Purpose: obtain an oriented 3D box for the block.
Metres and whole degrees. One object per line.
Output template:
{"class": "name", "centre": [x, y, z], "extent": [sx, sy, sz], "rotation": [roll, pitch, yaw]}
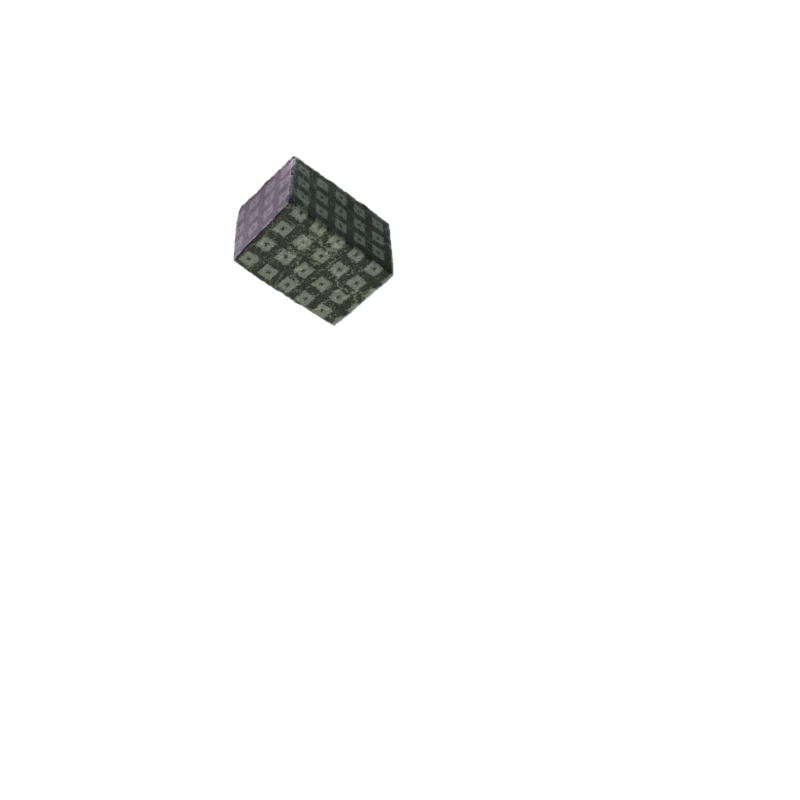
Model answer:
{"class": "block", "centre": [-0.050, -0.091, 0.636], "extent": [0.074, 0.055, 0.052], "rotation": [34, -58, -26]}
